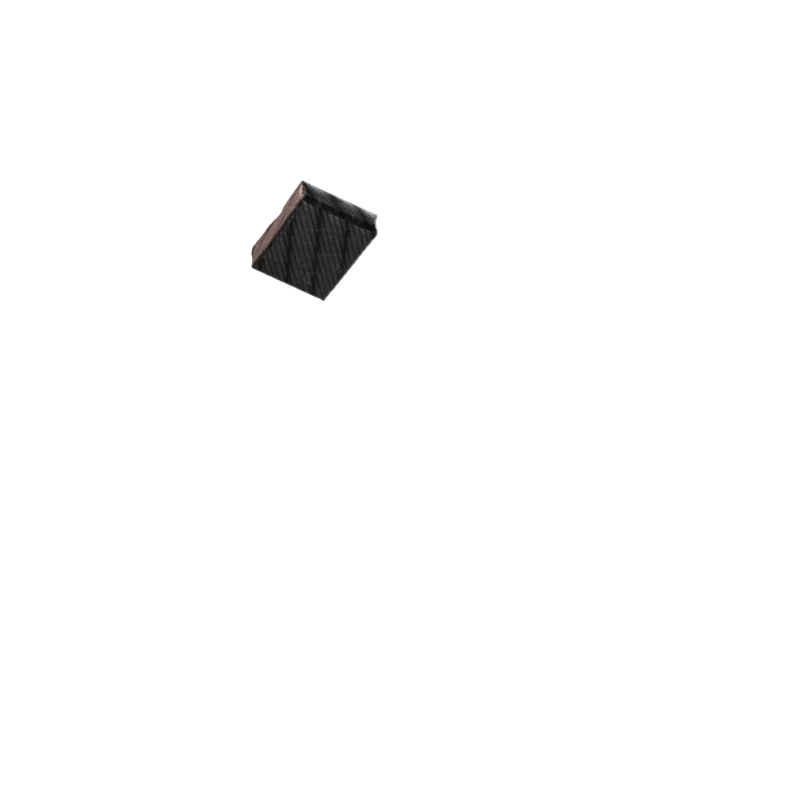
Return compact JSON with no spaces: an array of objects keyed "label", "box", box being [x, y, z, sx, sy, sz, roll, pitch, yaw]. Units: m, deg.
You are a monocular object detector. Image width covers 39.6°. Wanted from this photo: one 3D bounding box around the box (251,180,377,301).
[{"label":"box","box":[-0.073,-0.132,0.926,0.070,0.032,0.087,24,-51,-22]}]
